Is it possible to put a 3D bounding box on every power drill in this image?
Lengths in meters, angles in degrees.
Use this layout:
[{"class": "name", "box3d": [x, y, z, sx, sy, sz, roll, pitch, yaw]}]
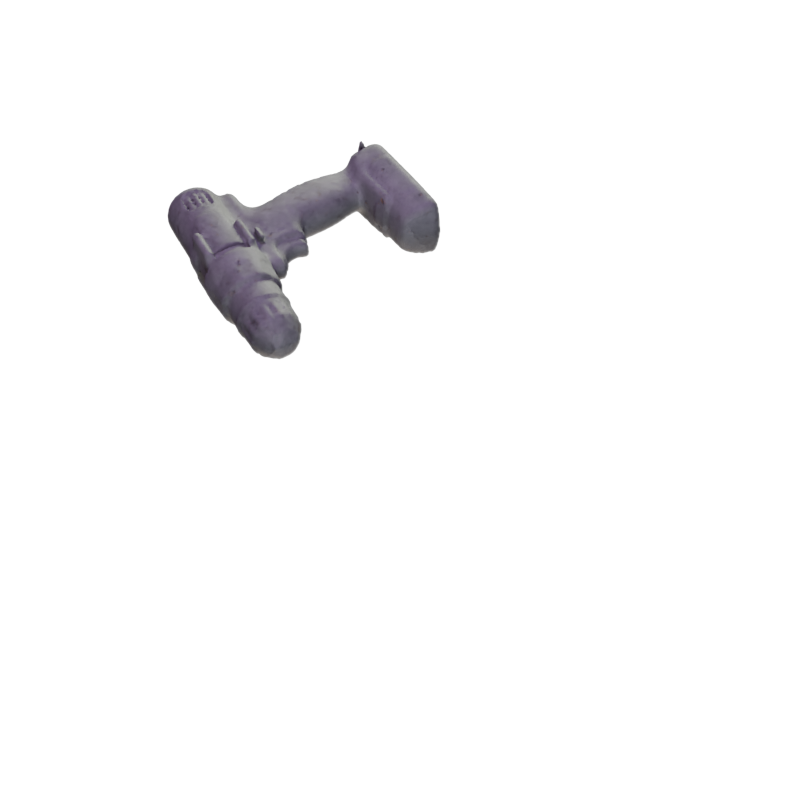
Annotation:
[{"class": "power drill", "box3d": [-0.067, -0.122, 0.855, 0.186, 0.053, 0.199, -21, 50, -20]}]
